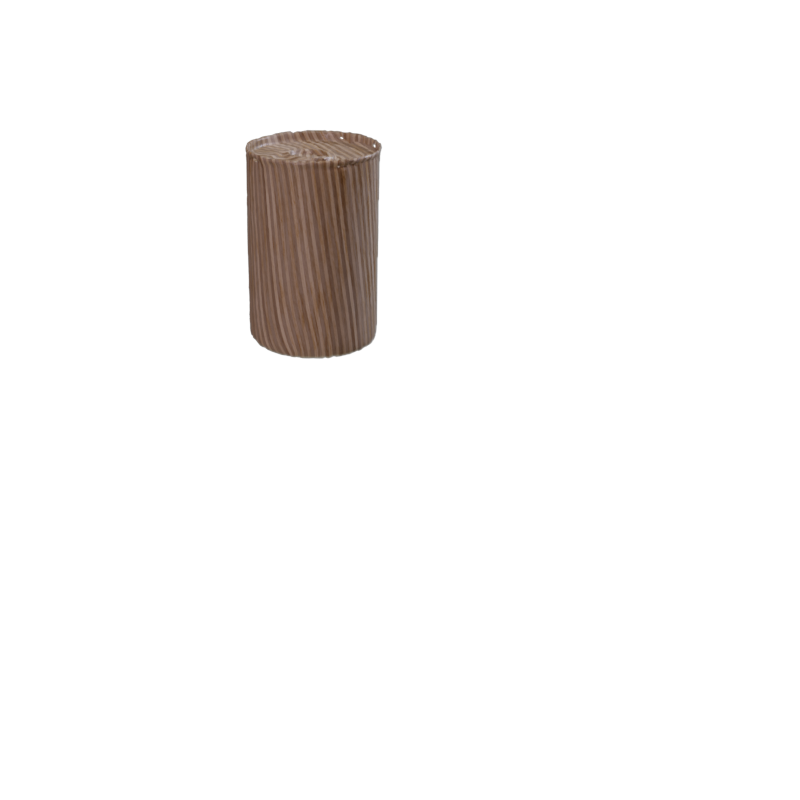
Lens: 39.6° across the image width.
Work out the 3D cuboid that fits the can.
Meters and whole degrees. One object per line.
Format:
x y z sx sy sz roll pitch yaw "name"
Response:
-0.044 -0.081 0.566 0.068 0.098 0.072 0 21 -2 "can"
